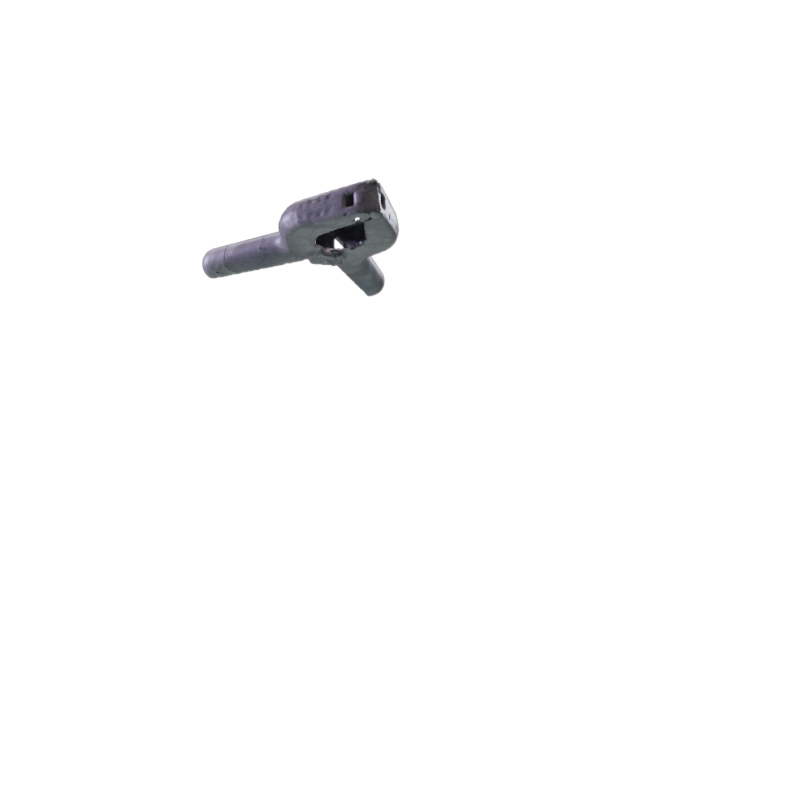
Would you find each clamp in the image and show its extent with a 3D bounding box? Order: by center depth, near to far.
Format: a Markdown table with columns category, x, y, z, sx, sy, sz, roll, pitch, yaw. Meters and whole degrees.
| category | x | y | z | sx | sy | sz | roll | pitch | yaw |
| --- | --- | --- | --- | --- | --- | --- | --- | --- | --- |
| clamp | -0.070 | -0.128 | 0.896 | 0.162 | 0.038 | 0.206 | 3 | -13 | -13 |
